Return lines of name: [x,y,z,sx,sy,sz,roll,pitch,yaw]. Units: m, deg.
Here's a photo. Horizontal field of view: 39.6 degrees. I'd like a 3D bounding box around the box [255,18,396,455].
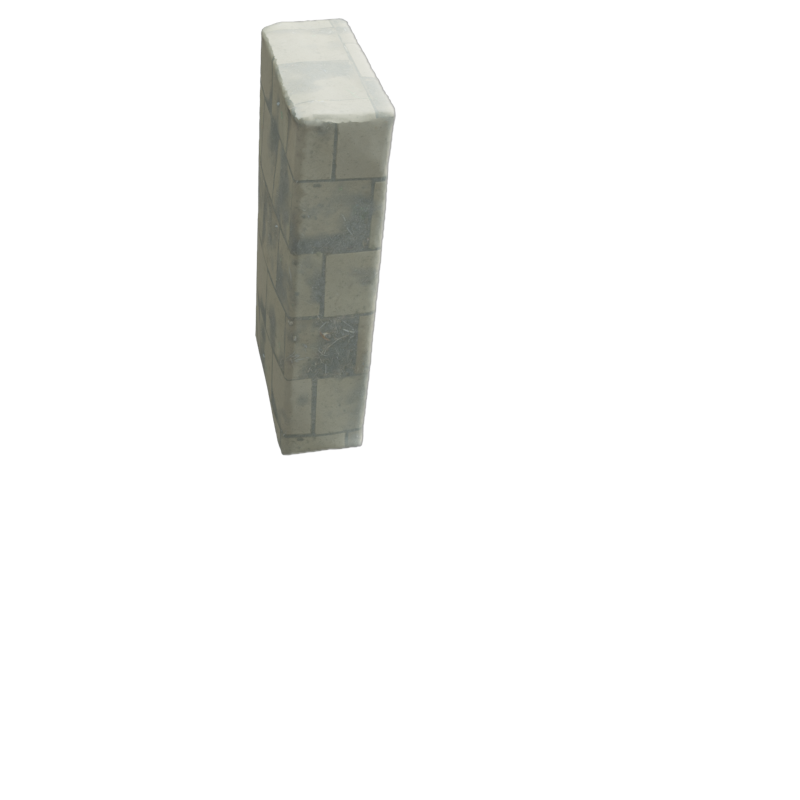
box: [-0.039,-0.071,0.496,0.047,0.165,0.101,-6,38,-12]
